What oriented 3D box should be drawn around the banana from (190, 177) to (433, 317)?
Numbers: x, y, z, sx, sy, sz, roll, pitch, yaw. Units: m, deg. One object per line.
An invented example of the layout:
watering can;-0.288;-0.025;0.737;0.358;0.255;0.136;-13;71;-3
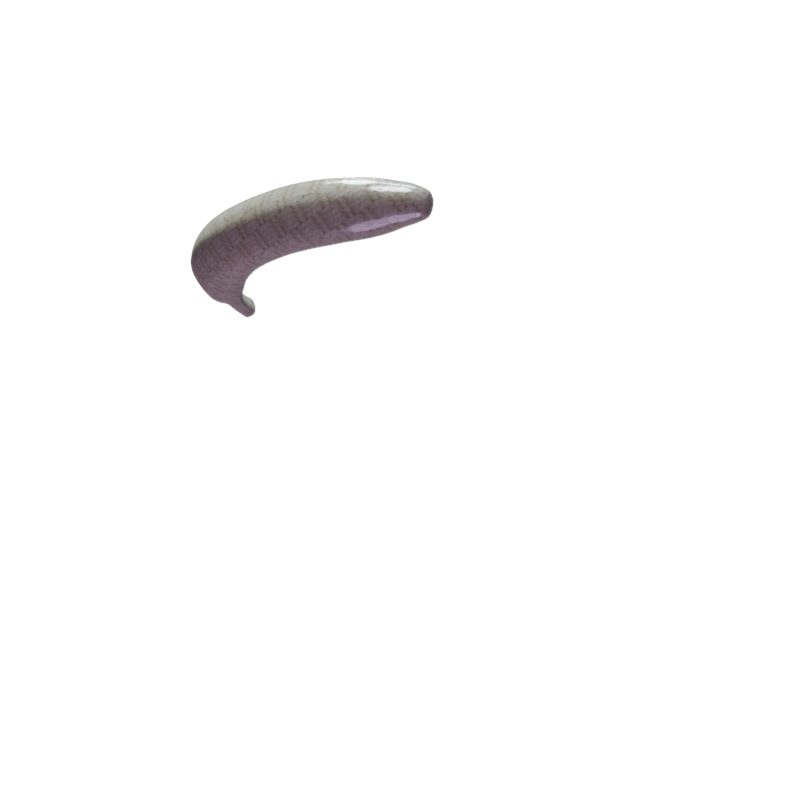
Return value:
banana;-0.066;-0.089;0.612;0.066;0.038;0.199;9;-15;-34
